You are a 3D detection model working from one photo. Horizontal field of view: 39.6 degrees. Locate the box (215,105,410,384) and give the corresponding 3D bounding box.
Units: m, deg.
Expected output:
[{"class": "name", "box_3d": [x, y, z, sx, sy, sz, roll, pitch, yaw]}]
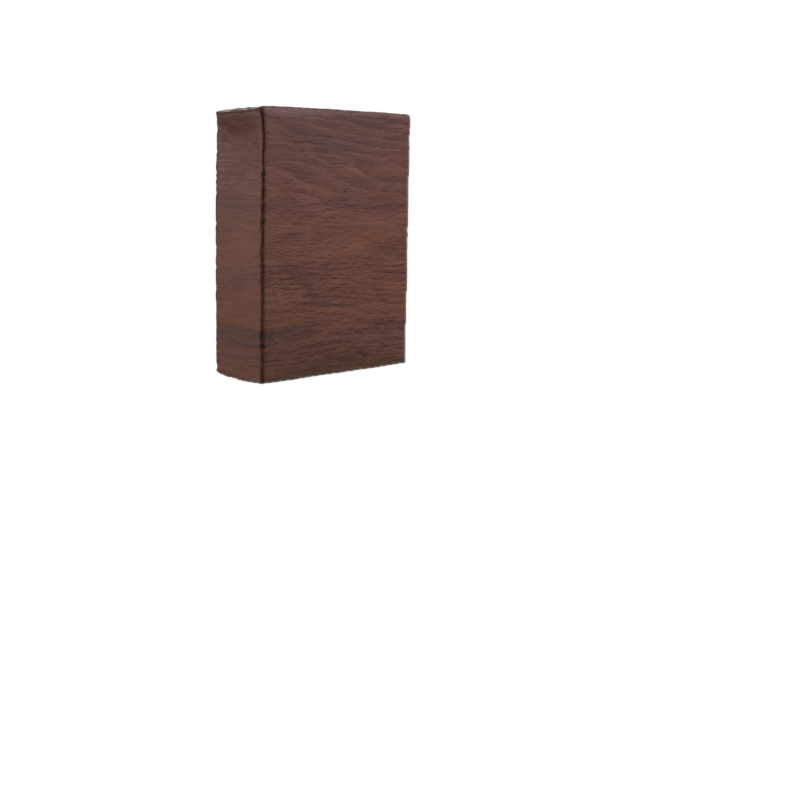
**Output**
[{"class": "box", "box_3d": [-0.071, -0.130, 0.912, 0.159, 0.212, 0.075, -5, 7, -44]}]
